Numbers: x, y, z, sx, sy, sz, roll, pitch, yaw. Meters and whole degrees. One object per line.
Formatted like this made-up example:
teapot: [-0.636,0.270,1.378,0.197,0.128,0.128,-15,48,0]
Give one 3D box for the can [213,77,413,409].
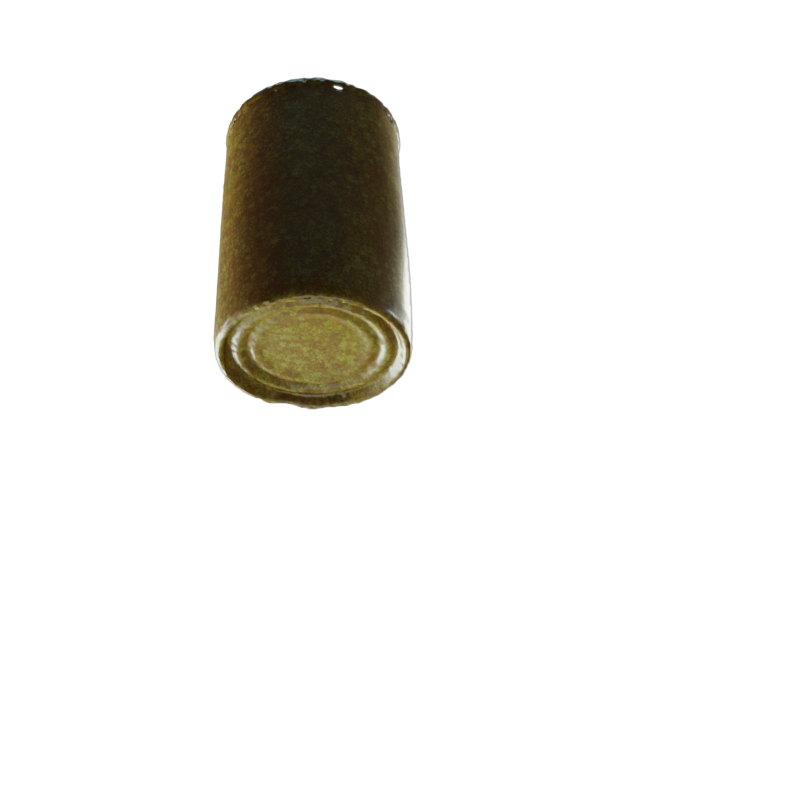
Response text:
can: [-0.031,-0.057,0.399,0.068,0.110,0.064,-1,-38,-3]
